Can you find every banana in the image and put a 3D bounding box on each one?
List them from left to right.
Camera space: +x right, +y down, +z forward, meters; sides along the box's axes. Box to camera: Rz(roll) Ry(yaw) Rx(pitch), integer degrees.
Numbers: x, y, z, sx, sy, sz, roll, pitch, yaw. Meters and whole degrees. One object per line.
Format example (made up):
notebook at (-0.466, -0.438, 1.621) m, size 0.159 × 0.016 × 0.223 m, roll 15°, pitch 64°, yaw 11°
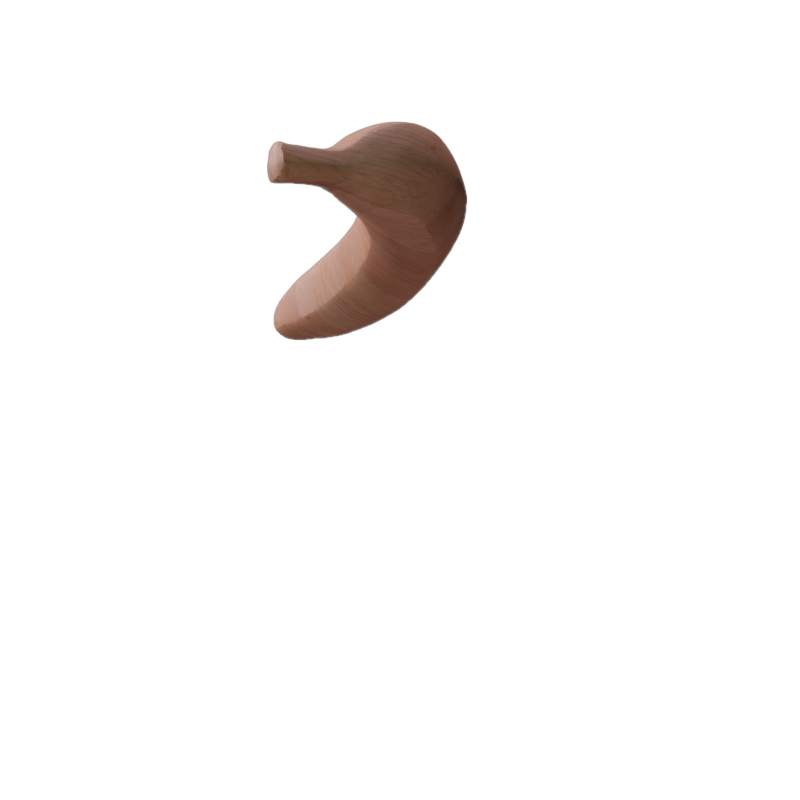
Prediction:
banana at (-0.014, -0.060, 0.413) m, size 0.069 × 0.038 × 0.191 m, roll 1°, pitch -13°, yaw -5°
